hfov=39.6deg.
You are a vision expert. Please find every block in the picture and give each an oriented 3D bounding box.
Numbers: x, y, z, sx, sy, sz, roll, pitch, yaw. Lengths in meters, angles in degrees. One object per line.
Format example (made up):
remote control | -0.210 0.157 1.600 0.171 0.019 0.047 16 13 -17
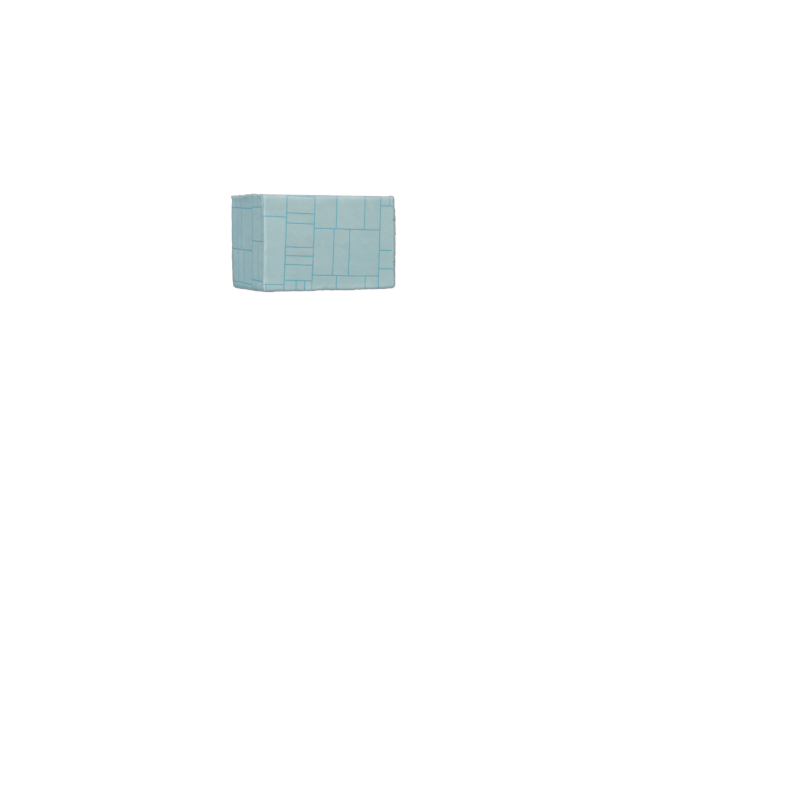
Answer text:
block | -0.047 -0.086 0.601 0.076 0.051 0.055 -3 6 -25
